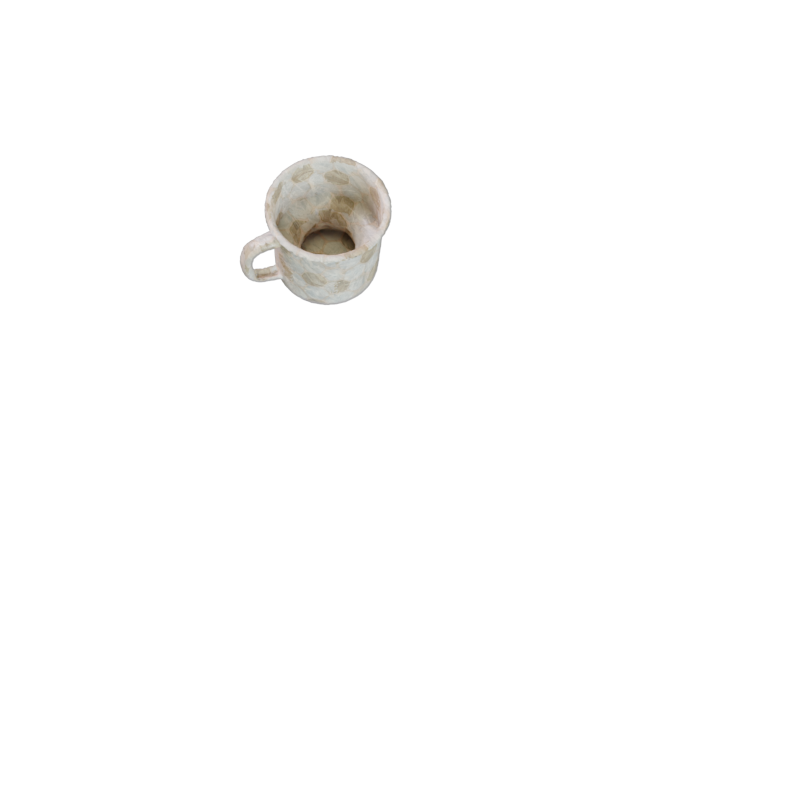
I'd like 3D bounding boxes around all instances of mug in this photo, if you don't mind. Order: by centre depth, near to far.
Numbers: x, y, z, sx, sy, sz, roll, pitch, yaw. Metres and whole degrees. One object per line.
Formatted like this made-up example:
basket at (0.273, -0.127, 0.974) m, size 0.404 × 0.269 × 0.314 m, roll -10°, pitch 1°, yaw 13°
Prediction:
mug at (-0.066, -0.120, 0.838) m, size 0.117 × 0.099 × 0.077 m, roll -25°, pitch -24°, yaw -14°
